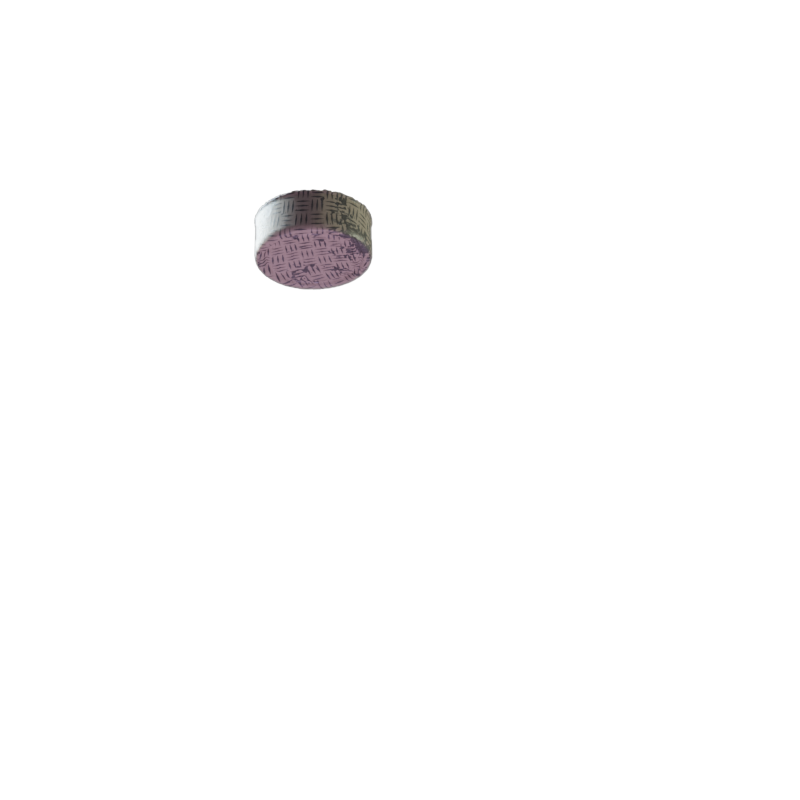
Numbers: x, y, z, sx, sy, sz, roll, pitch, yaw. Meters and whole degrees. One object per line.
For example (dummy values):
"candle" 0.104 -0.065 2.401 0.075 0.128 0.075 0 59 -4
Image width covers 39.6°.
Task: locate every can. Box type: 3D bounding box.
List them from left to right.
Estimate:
"can" -0.062 -0.114 0.797 0.086 0.036 0.081 1 -27 -2
